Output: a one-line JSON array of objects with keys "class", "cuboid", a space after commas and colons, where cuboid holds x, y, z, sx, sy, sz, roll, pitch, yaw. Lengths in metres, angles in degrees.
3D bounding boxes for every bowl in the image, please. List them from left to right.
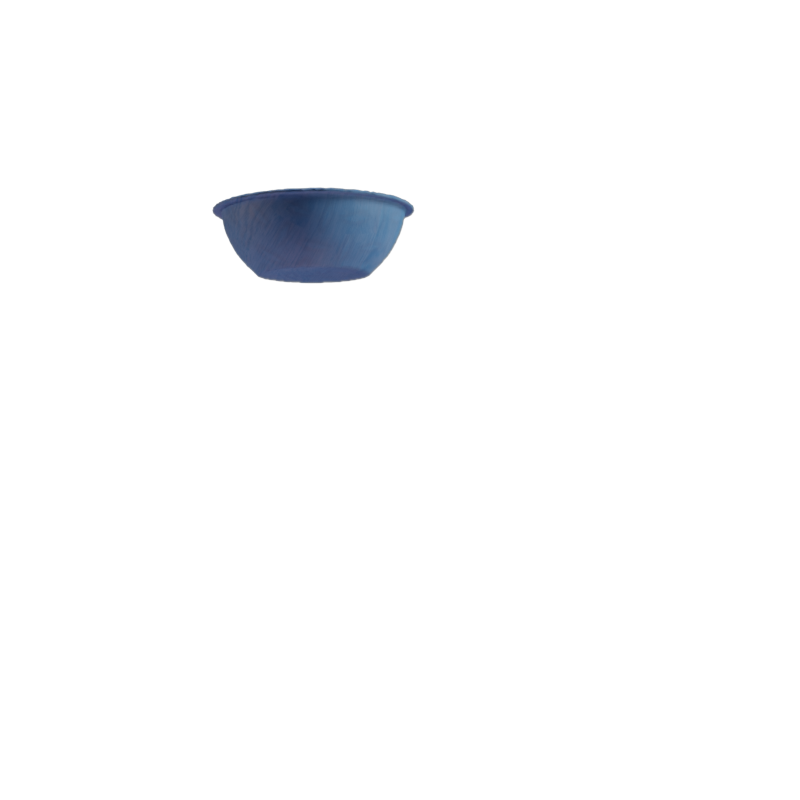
[{"class": "bowl", "cuboid": [-0.069, -0.127, 0.888, 0.162, 0.056, 0.160, 0, -3, -2]}]
